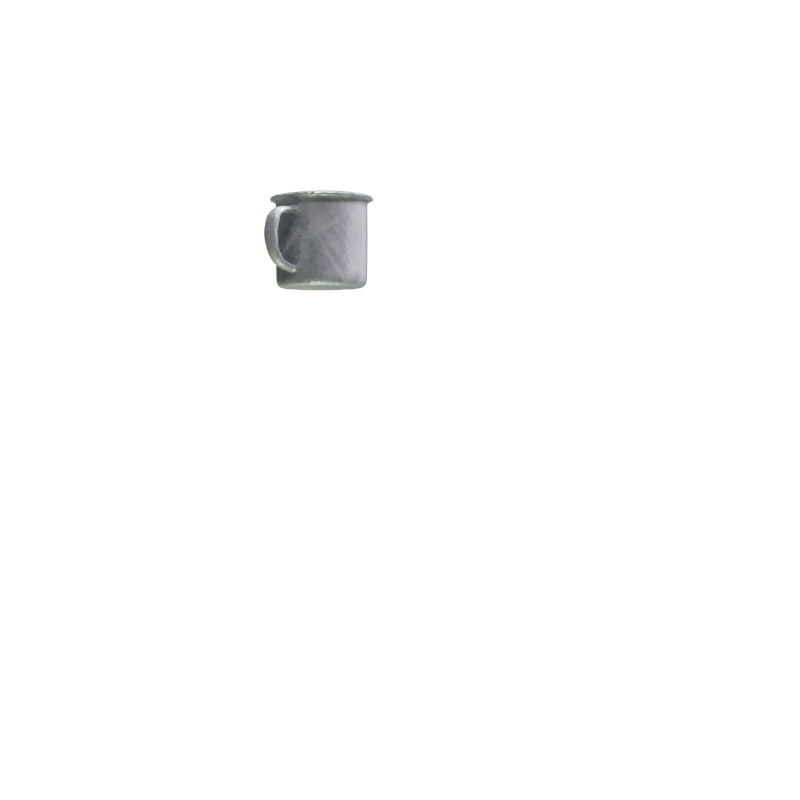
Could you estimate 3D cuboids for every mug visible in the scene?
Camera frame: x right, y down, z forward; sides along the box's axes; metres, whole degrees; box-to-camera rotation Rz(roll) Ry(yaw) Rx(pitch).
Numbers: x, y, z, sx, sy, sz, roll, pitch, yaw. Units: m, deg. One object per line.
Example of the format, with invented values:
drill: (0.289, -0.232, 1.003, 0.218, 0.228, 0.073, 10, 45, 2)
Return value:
mug: (-0.077, -0.141, 0.986, 0.096, 0.082, 0.112, -1, -1, 35)
